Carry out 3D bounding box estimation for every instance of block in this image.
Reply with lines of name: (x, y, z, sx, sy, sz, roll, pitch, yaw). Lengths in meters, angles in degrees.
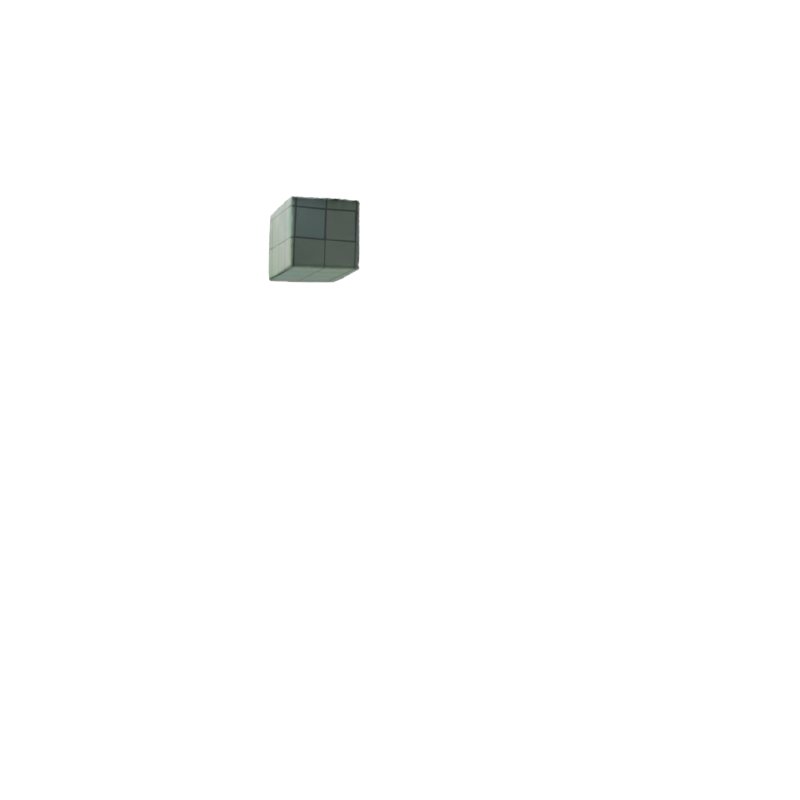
block: (-0.064, -0.117, 0.821, 0.052, 0.052, 0.078, 1, -5, -17)
